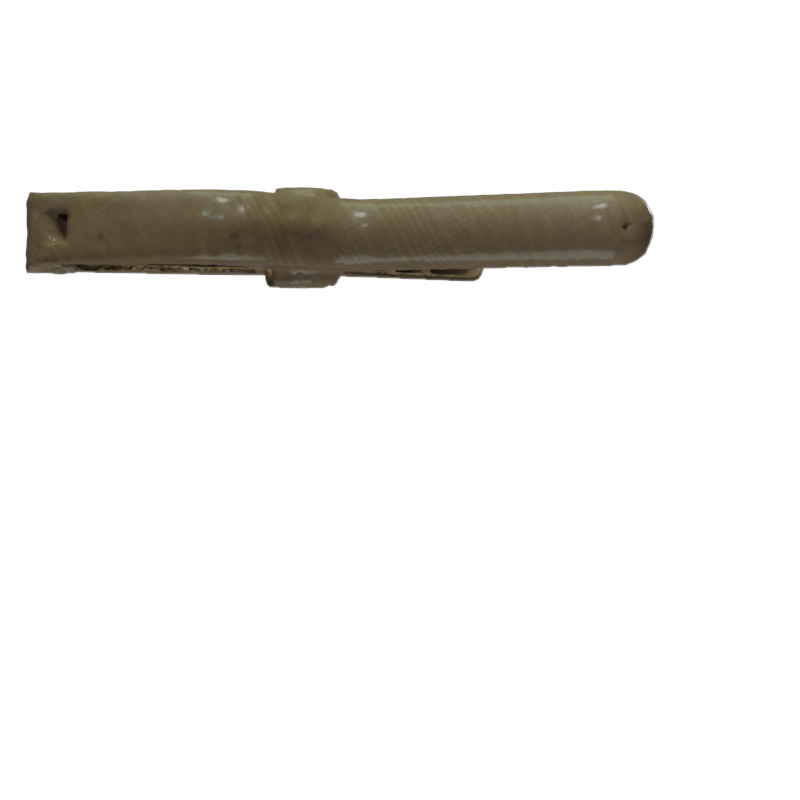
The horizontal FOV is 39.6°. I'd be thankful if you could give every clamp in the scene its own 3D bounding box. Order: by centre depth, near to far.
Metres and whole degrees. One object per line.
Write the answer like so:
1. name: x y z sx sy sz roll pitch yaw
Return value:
1. clamp: -0.033 -0.061 0.426 0.208 0.036 0.165 0 3 -7
